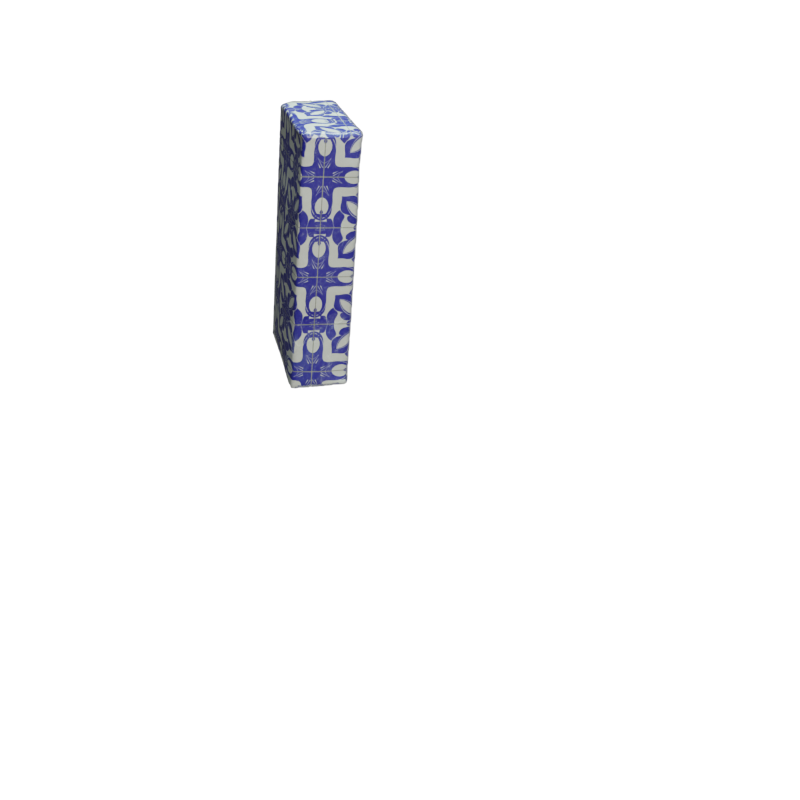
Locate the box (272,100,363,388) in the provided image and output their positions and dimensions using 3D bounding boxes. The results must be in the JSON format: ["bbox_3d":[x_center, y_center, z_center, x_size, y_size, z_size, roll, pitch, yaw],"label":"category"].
[{"bbox_3d":[-0.059,-0.107,0.750,0.047,0.168,0.099,-4,23,-13],"label":"box"}]
